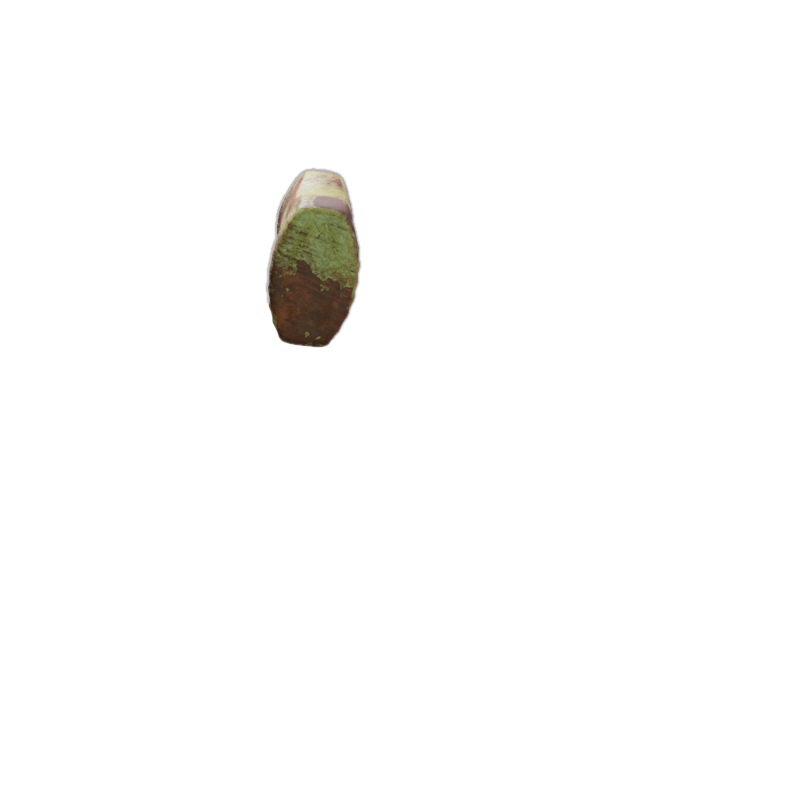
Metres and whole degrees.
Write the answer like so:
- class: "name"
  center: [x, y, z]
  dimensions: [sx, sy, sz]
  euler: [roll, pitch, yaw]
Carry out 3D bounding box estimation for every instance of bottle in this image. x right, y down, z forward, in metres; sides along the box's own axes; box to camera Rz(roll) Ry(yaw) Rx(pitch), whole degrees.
- class: "bottle"
  center: [-0.061, -0.113, 0.790]
  dimensions: [0.058, 0.093, 0.200]
  euler: [5, 20, -6]
